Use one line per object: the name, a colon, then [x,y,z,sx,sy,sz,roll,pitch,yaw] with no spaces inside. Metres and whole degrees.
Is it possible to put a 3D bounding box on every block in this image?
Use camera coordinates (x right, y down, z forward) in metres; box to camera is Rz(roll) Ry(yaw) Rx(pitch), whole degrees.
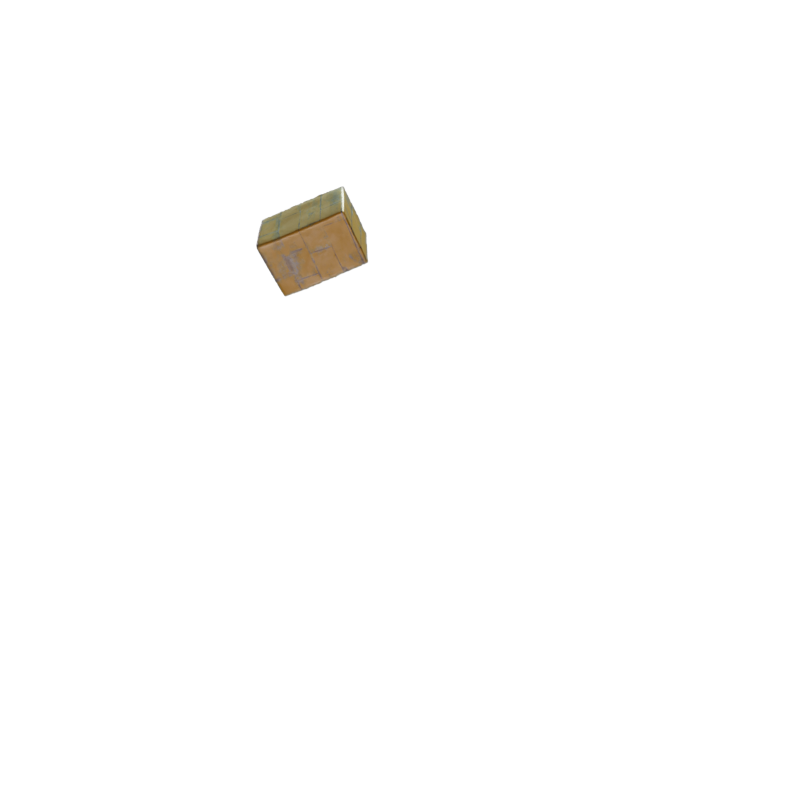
block: [-0.071,-0.130,0.910,0.078,0.049,0.054,-21,29,10]
